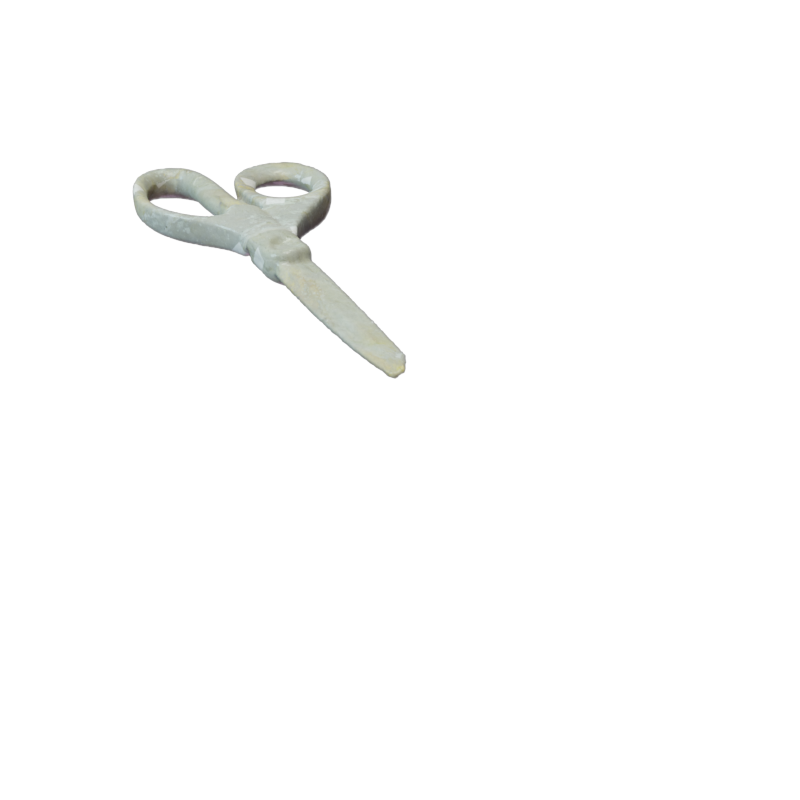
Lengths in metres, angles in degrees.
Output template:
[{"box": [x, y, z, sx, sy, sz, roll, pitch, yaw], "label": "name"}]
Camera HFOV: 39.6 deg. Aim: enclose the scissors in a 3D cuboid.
[{"box": [-0.035, -0.064, 0.447, 0.095, 0.015, 0.216, -23, 37, -34], "label": "scissors"}]
